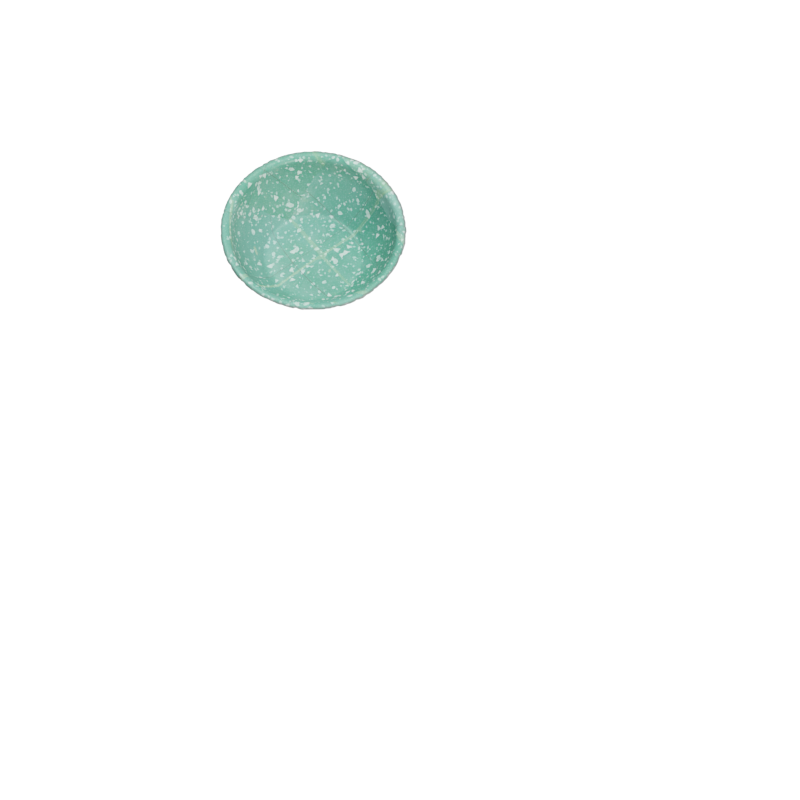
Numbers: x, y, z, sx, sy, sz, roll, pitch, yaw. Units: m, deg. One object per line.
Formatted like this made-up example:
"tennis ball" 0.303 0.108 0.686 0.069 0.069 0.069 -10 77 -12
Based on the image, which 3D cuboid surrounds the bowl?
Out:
"bowl" -0.077 -0.141 0.986 0.162 0.172 0.052 -1 -28 -1
